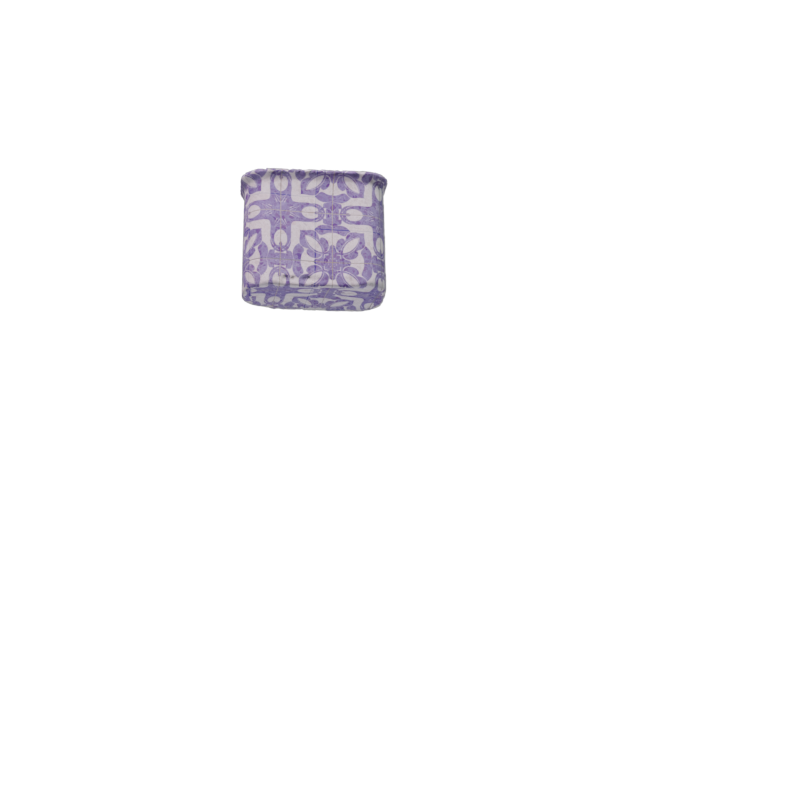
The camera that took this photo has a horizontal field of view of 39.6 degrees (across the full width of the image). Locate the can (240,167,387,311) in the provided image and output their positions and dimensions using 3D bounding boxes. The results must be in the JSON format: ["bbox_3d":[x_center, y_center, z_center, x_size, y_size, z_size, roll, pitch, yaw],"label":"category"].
[{"bbox_3d":[-0.060,-0.109,0.761,0.101,0.088,0.055,1,-19,-6],"label":"can"}]
